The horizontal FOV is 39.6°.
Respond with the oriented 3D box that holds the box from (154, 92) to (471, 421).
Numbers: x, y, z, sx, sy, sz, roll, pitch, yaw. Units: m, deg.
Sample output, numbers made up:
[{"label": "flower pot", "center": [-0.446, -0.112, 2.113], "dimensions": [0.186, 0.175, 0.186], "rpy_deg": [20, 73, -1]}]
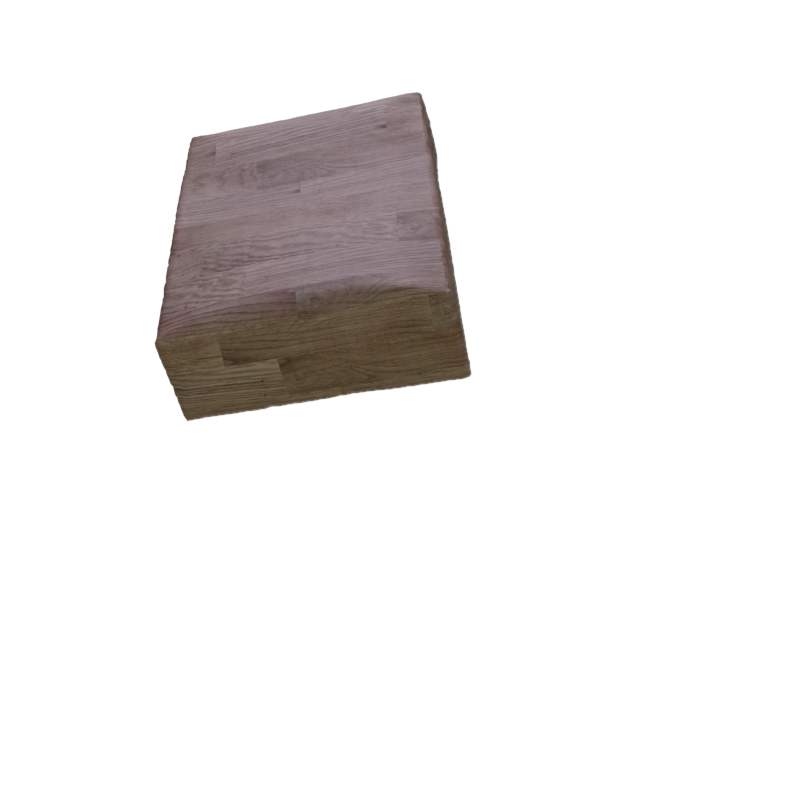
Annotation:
[{"label": "box", "center": [-0.053, -0.097, 0.677], "dimensions": [0.165, 0.066, 0.229], "rpy_deg": [-10, 42, 6]}]
